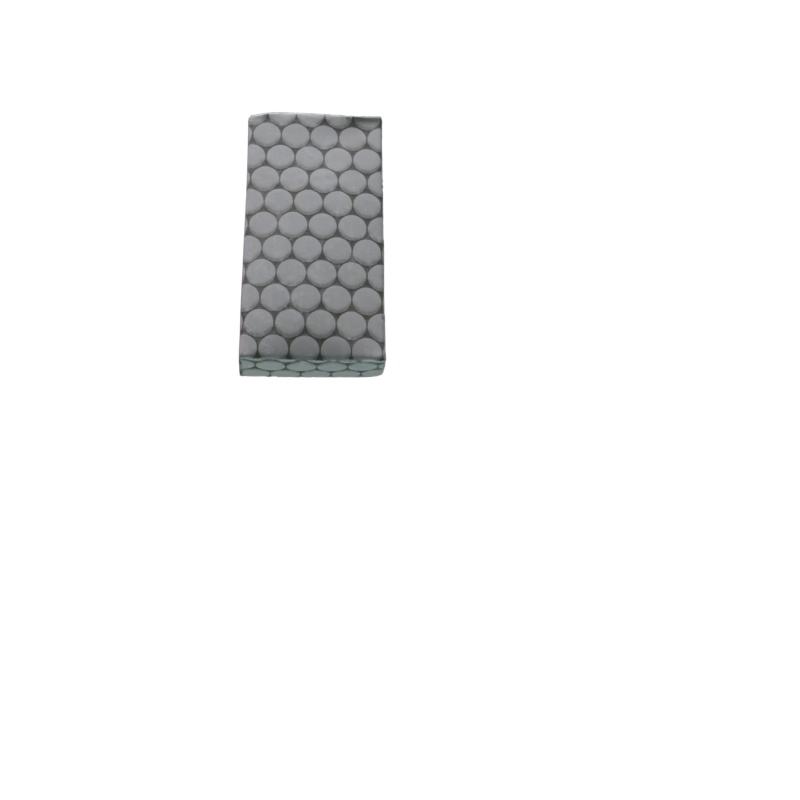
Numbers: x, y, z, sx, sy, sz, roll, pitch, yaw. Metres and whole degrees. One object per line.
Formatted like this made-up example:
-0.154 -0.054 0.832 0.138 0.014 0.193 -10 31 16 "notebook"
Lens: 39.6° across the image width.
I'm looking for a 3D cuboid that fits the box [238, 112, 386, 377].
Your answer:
-0.057 -0.104 0.728 0.093 0.185 0.046 0 -21 -4 "box"
